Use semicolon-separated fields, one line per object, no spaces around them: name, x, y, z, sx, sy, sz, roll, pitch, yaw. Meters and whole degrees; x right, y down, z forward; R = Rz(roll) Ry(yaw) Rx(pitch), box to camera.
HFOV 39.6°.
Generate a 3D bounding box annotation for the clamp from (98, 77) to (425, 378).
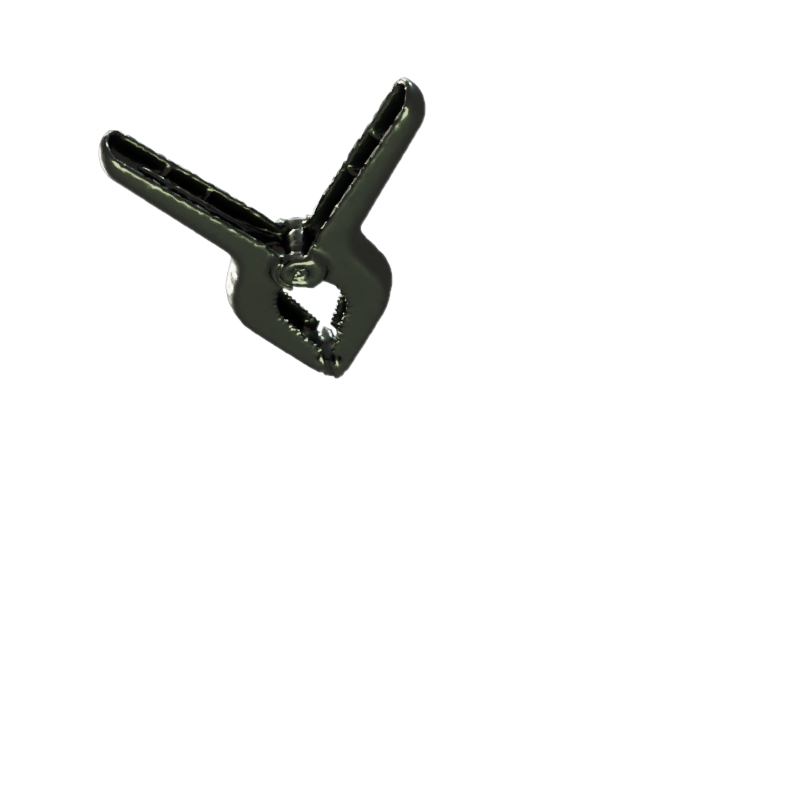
clamp;-0.047;-0.086;0.606;0.166;0.039;0.193;-11;-41;13
